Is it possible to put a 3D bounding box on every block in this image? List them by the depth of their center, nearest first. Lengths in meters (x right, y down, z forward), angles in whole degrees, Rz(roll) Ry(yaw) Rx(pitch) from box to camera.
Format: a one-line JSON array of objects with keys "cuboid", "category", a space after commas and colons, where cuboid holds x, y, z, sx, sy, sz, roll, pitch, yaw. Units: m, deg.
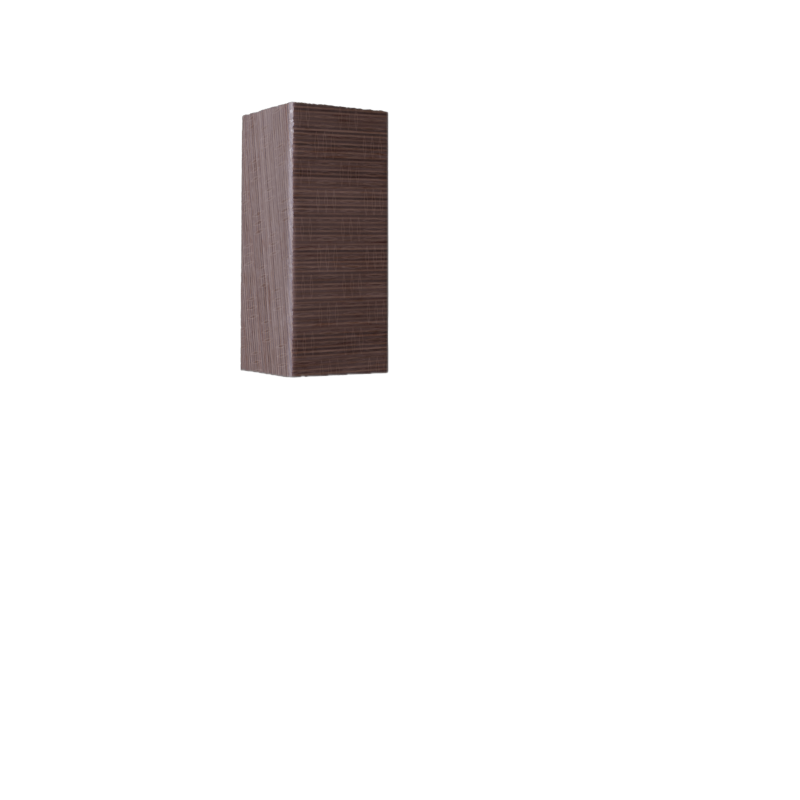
[{"cuboid": [-0.069, -0.126, 0.883, 0.087, 0.207, 0.093, 1, -1, -33], "category": "block"}]
